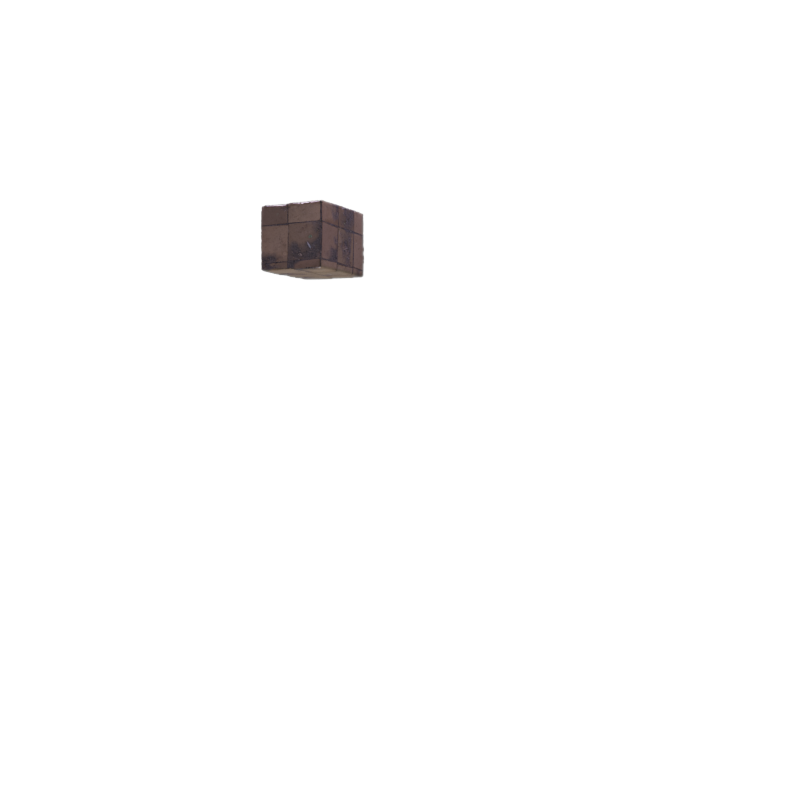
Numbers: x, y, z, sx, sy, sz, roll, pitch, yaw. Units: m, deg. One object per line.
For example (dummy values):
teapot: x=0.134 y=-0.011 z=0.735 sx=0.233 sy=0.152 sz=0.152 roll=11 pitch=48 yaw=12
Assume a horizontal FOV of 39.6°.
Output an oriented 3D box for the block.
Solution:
block: x=-0.067 y=-0.122 z=0.855 sx=0.054 sy=0.052 sz=0.075 roll=-2 pitch=-2 yaw=24
